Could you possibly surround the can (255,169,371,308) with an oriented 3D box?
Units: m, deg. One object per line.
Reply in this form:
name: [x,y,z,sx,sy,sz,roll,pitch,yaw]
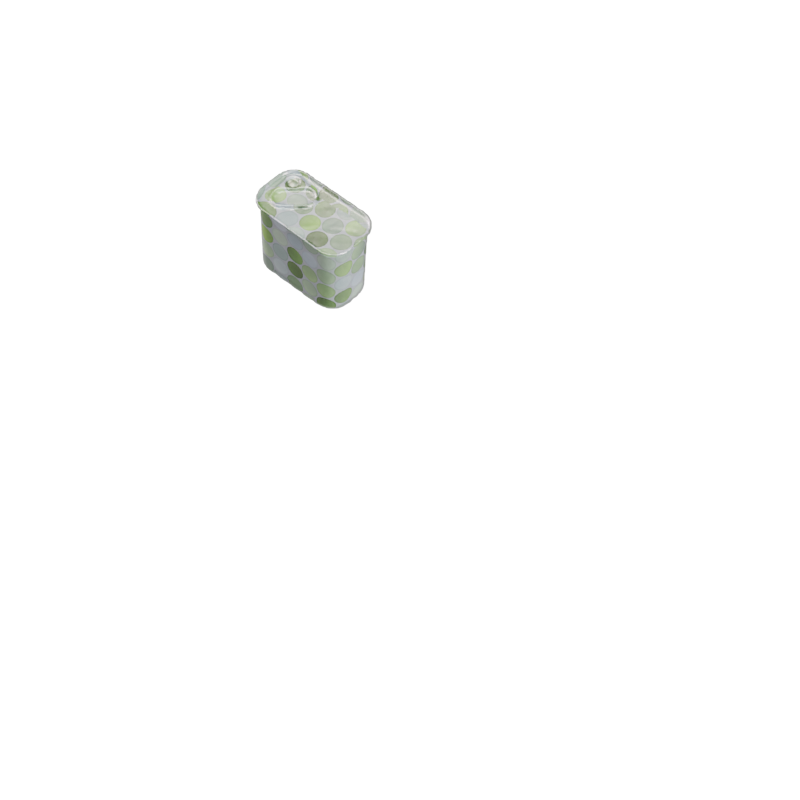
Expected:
can: [-0.076,-0.138,0.963,0.108,0.058,0.078,37,-29,22]
